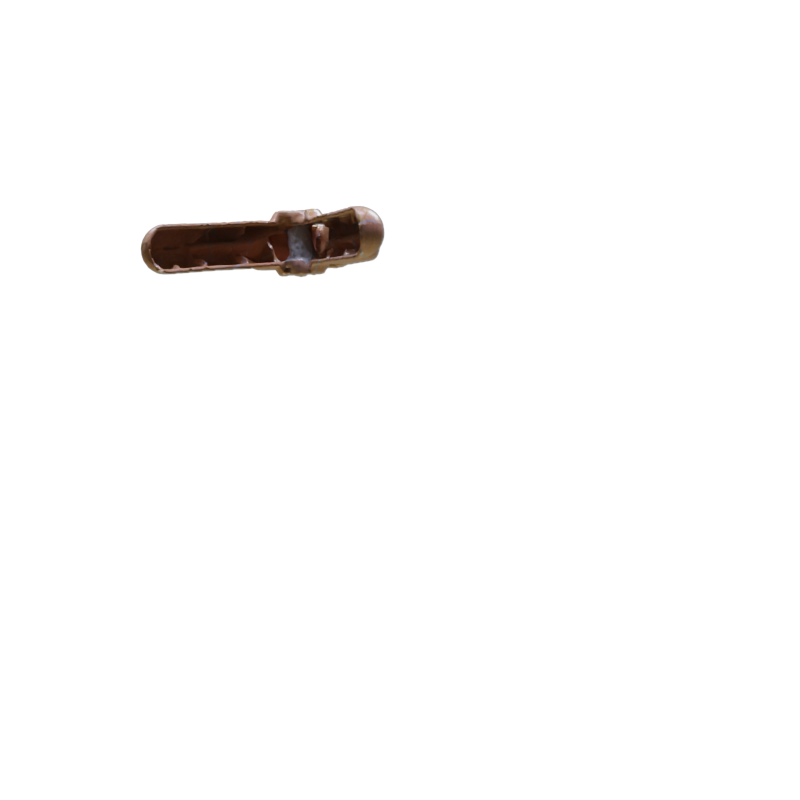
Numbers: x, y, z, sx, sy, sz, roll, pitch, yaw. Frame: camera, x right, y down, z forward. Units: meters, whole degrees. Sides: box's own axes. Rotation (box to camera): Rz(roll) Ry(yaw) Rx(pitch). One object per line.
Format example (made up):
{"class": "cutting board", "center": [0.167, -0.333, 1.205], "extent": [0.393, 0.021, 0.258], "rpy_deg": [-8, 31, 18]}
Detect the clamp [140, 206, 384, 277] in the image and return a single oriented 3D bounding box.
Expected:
{"class": "clamp", "center": [-0.047, -0.085, 0.594], "extent": [0.124, 0.039, 0.169], "rpy_deg": [4, 11, 20]}
